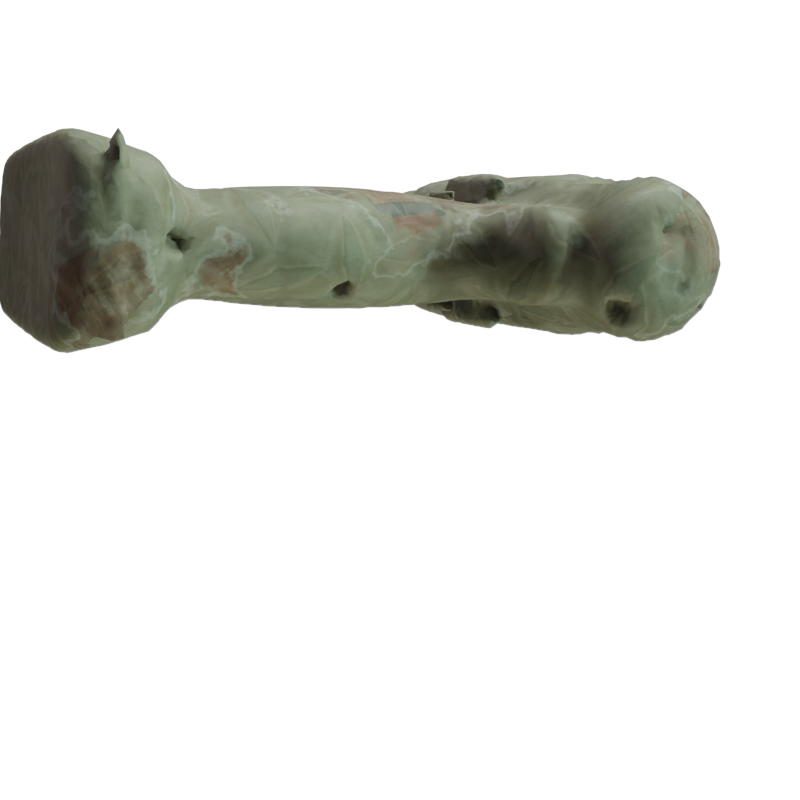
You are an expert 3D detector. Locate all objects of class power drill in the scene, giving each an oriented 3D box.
[{"bbox_3d":[-0.028,-0.051,0.354,0.182,0.057,0.191,-3,8,-25],"label":"power drill"}]
